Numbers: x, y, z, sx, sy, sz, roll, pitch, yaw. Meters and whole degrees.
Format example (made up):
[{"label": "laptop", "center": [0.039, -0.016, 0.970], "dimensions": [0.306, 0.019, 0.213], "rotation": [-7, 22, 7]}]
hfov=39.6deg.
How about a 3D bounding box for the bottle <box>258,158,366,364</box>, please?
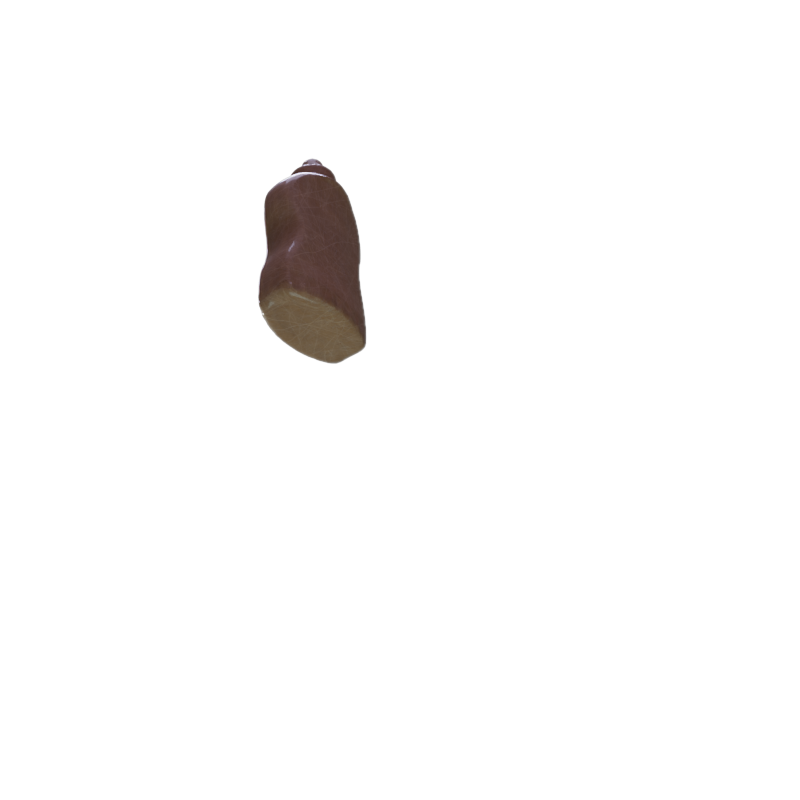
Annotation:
[{"label": "bottle", "center": [-0.071, -0.128, 0.901], "dimensions": [0.058, 0.206, 0.090], "rotation": [-32, -49, 28]}]
